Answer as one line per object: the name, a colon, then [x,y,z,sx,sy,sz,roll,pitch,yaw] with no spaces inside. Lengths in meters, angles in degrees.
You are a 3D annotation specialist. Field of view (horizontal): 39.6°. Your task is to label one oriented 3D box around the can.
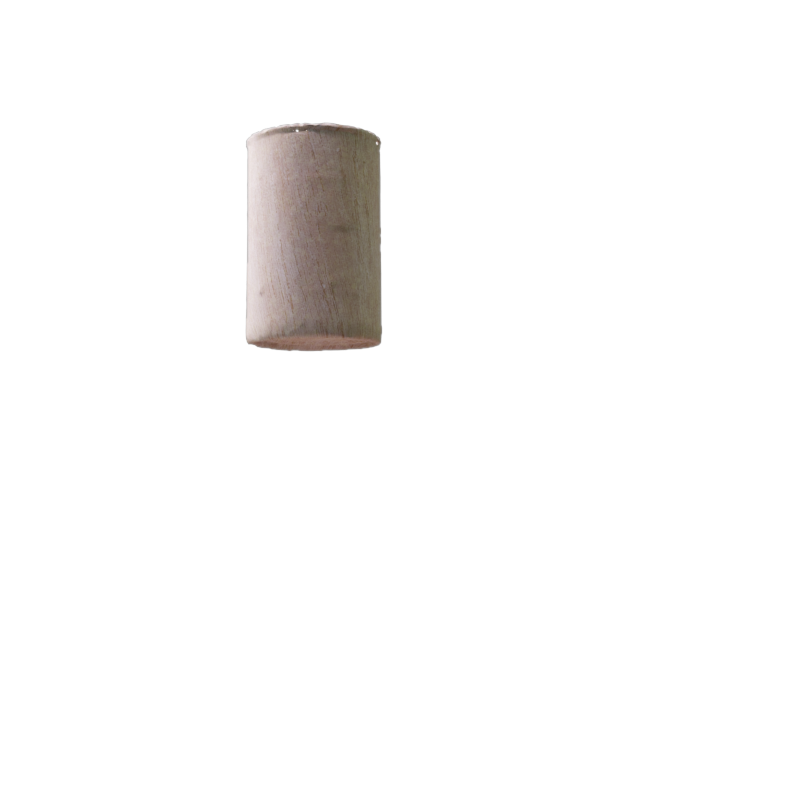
can: [-0.043,-0.078,0.546,0.068,0.105,0.067,0,-9,-2]
